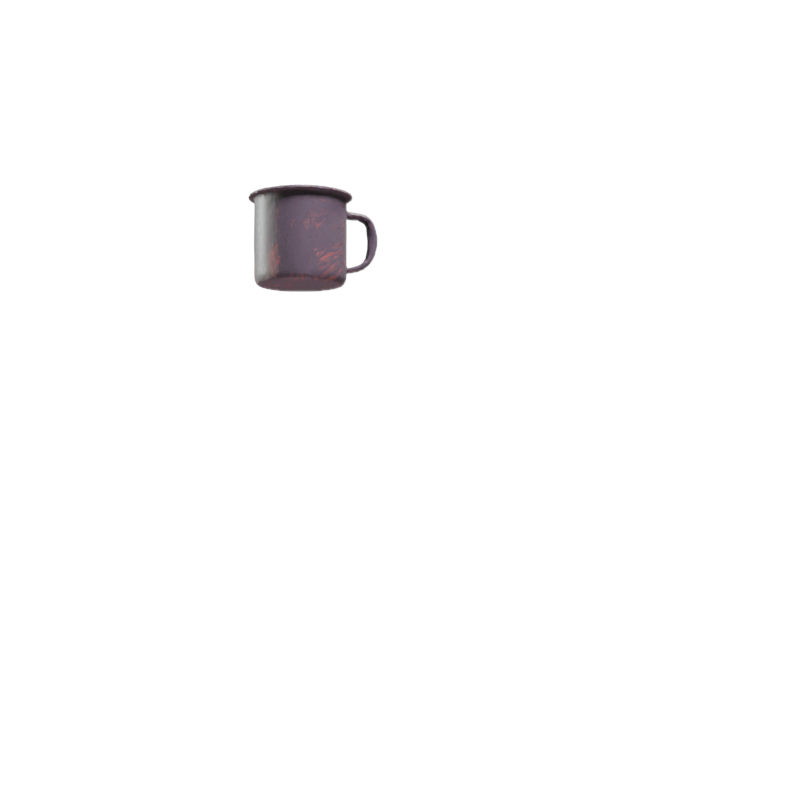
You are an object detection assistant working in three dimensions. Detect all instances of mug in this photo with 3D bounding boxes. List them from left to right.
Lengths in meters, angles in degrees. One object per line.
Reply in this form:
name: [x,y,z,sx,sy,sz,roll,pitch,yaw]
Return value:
mug: [-0.077,-0.141,0.988,0.114,0.083,0.094,2,-6,-18]
